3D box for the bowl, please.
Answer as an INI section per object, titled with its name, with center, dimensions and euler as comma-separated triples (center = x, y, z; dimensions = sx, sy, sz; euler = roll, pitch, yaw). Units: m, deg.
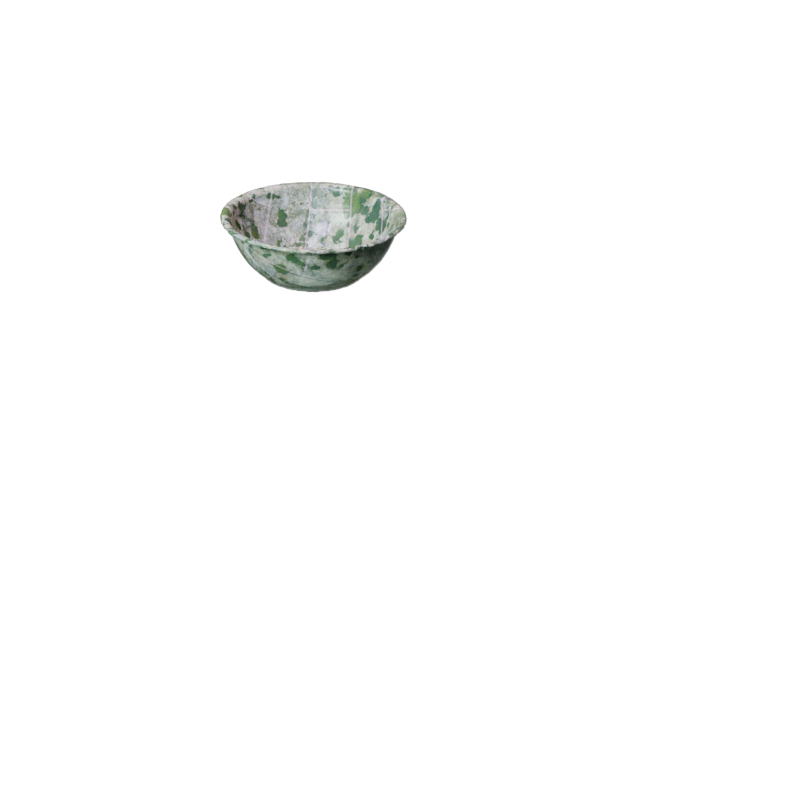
[bowl]
center = -0.076, -0.138, 0.968
dimensions = 0.162, 0.052, 0.172
euler = -1, 29, -2
